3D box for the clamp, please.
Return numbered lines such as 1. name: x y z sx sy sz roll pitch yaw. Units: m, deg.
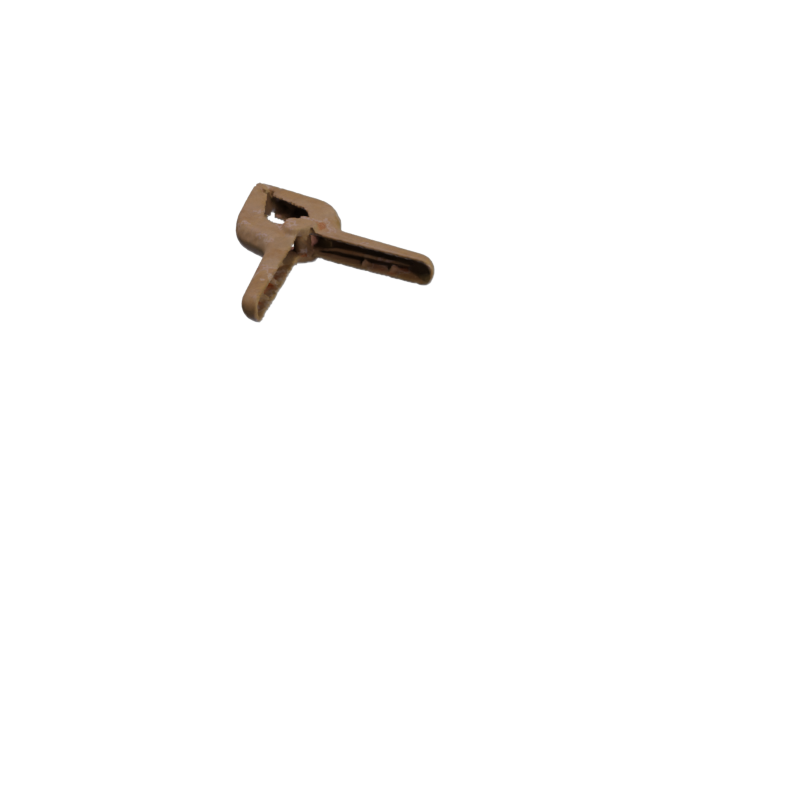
1. clamp: -0.075 -0.137 0.963 0.162 0.034 0.226 -10 34 -14
